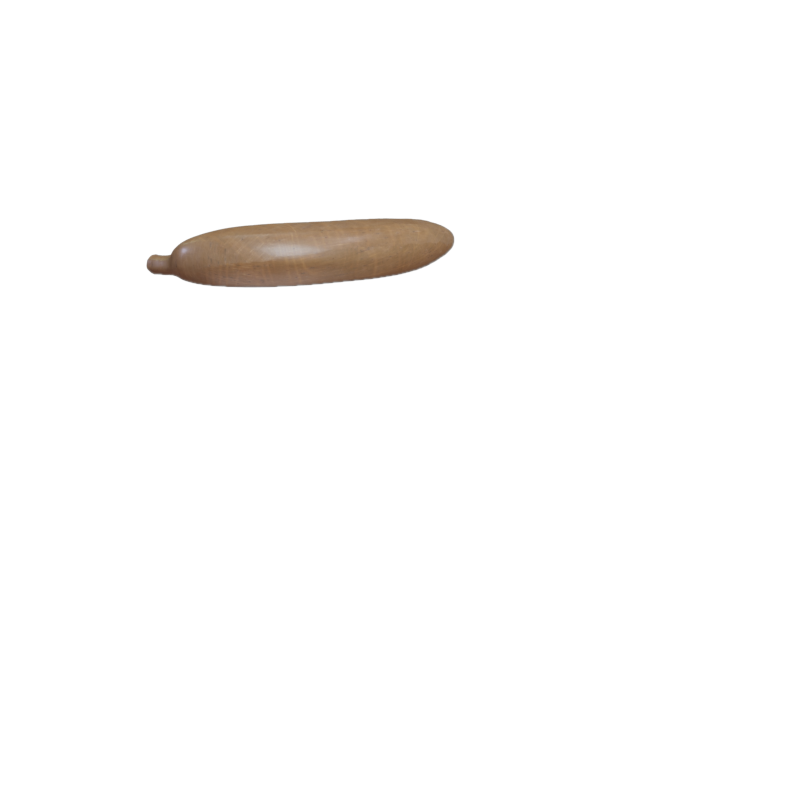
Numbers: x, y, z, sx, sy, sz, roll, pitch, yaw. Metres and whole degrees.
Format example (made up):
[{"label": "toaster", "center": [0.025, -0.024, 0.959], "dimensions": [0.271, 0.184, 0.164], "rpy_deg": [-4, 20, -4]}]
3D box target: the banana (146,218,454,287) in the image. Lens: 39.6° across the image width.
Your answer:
[{"label": "banana", "center": [-0.052, -0.092, 0.673], "dimensions": [0.195, 0.035, 0.073], "rpy_deg": [-5, 19, -13]}]
